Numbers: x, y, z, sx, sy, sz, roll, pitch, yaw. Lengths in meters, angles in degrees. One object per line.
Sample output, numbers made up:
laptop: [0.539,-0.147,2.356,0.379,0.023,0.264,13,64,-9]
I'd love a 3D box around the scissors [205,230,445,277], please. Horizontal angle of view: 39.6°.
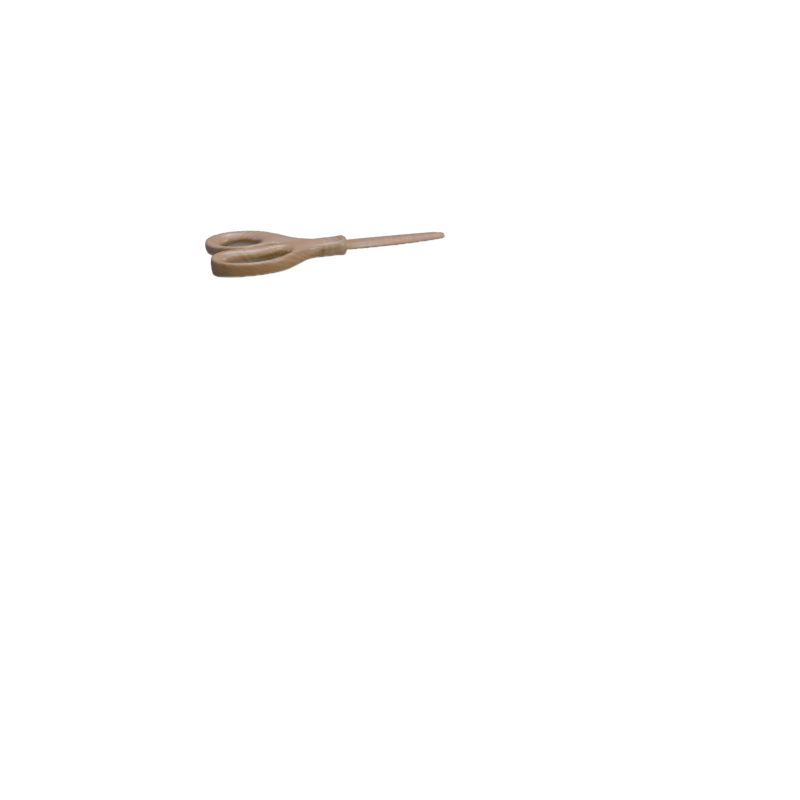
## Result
scissors: [-0.071,-0.129,0.907,0.198,0.015,0.103,-17,29,-32]
